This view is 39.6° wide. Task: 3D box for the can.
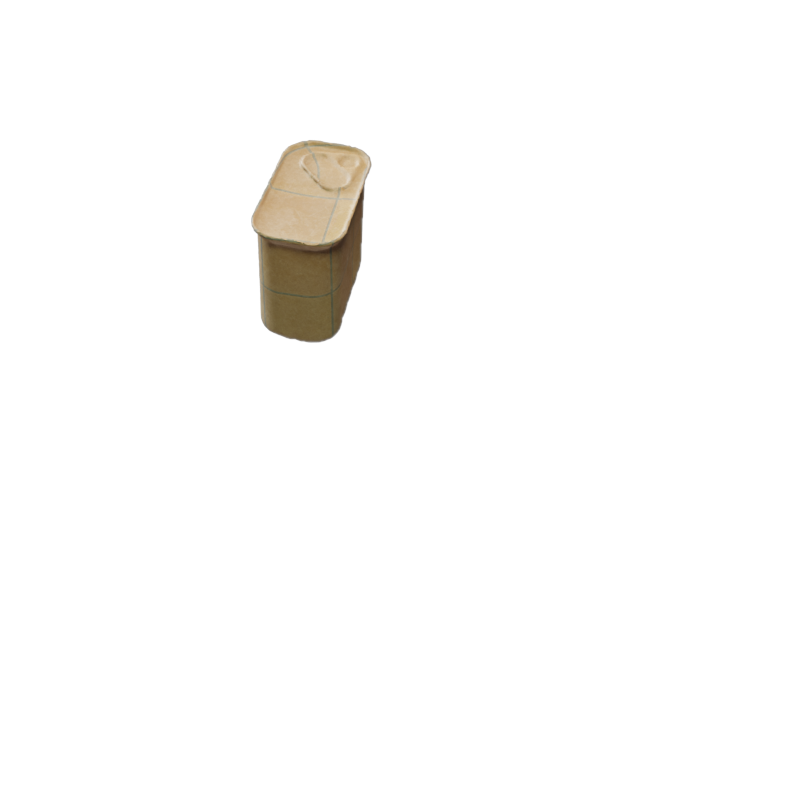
[{"bbox_3d":[-0.055,-0.099,0.696,0.058,0.078,0.108,9,45,7],"label":"can"}]
